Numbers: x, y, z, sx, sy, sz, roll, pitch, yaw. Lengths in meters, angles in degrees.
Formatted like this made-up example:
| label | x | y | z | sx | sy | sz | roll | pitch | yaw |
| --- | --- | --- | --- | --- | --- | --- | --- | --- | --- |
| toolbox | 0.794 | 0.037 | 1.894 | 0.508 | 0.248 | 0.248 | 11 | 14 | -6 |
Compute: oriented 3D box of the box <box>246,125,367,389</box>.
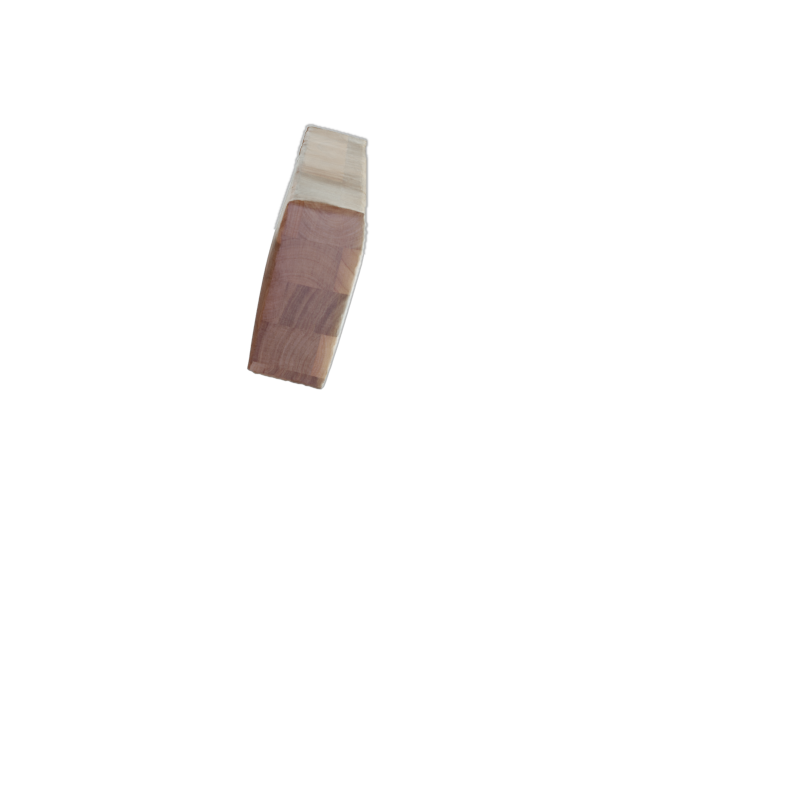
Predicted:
| label | x | y | z | sx | sy | sz | roll | pitch | yaw |
| --- | --- | --- | --- | --- | --- | --- | --- | --- | --- |
| box | -0.048 | -0.087 | 0.611 | 0.047 | 0.090 | 0.185 | 13 | 22 | -10 |
